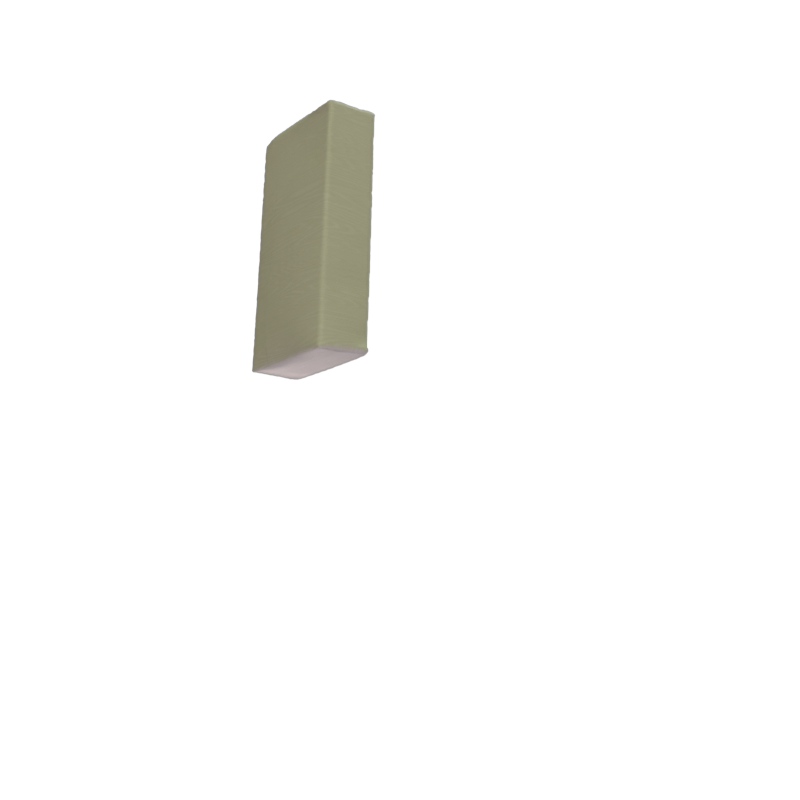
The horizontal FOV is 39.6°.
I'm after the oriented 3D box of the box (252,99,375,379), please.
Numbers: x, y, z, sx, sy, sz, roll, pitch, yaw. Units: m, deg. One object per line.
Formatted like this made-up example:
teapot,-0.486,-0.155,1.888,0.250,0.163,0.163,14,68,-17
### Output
box,-0.061,-0.110,0.772,0.046,0.184,0.094,11,-21,-34
